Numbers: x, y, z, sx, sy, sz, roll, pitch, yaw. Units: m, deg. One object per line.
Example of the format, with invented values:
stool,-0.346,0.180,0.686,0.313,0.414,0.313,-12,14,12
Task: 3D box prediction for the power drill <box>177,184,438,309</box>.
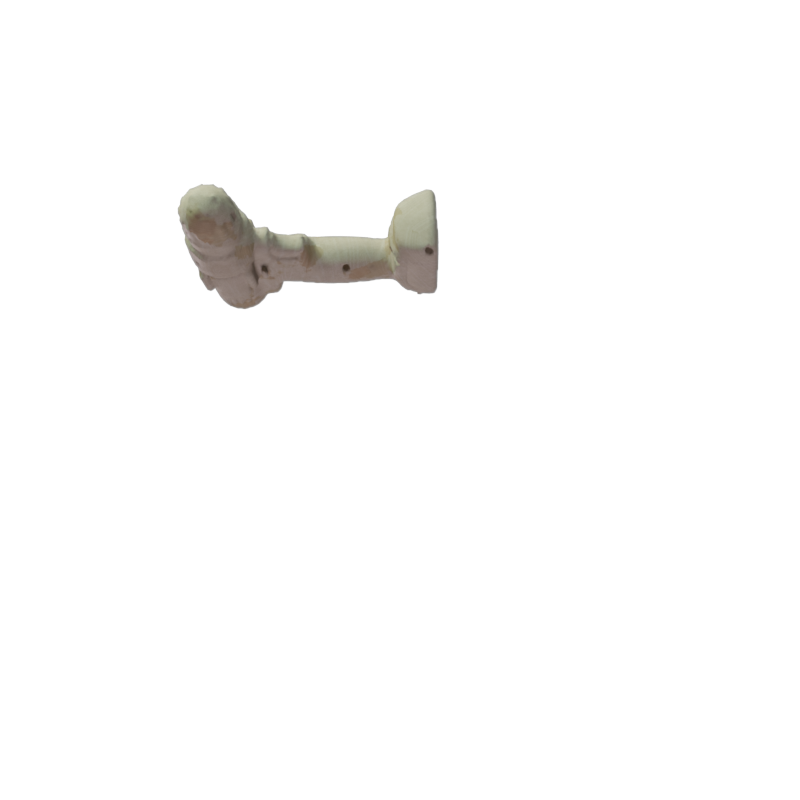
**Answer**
power drill,-0.066,-0.120,0.839,0.189,0.060,0.176,-1,-13,4
